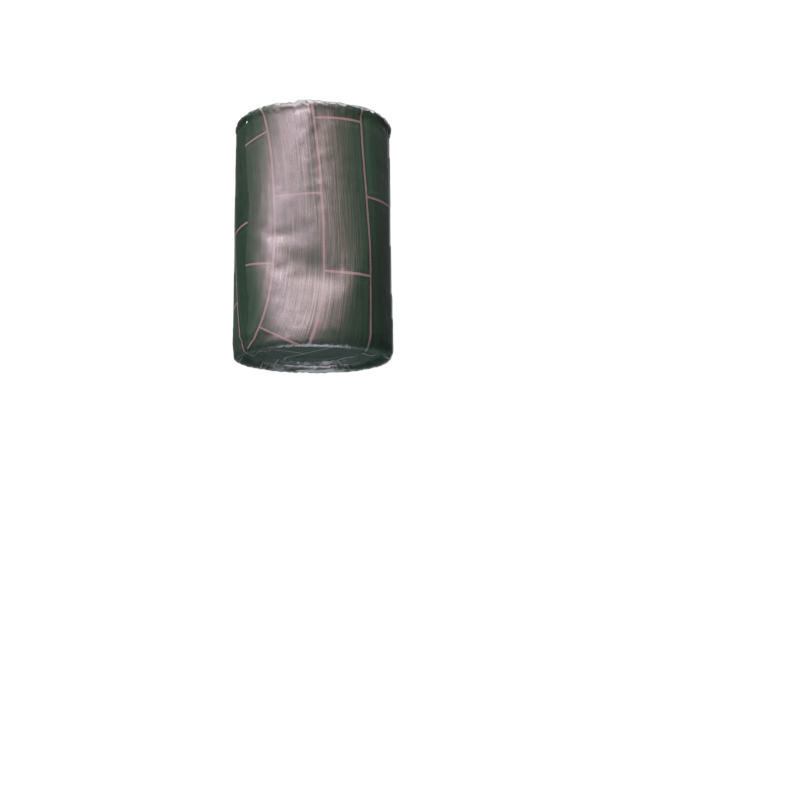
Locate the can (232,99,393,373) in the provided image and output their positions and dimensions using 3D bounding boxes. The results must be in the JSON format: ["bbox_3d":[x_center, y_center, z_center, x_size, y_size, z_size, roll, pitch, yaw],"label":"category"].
[{"bbox_3d":[-0.037,-0.067,0.470,0.068,0.106,0.066,0,-13,-2],"label":"can"}]
